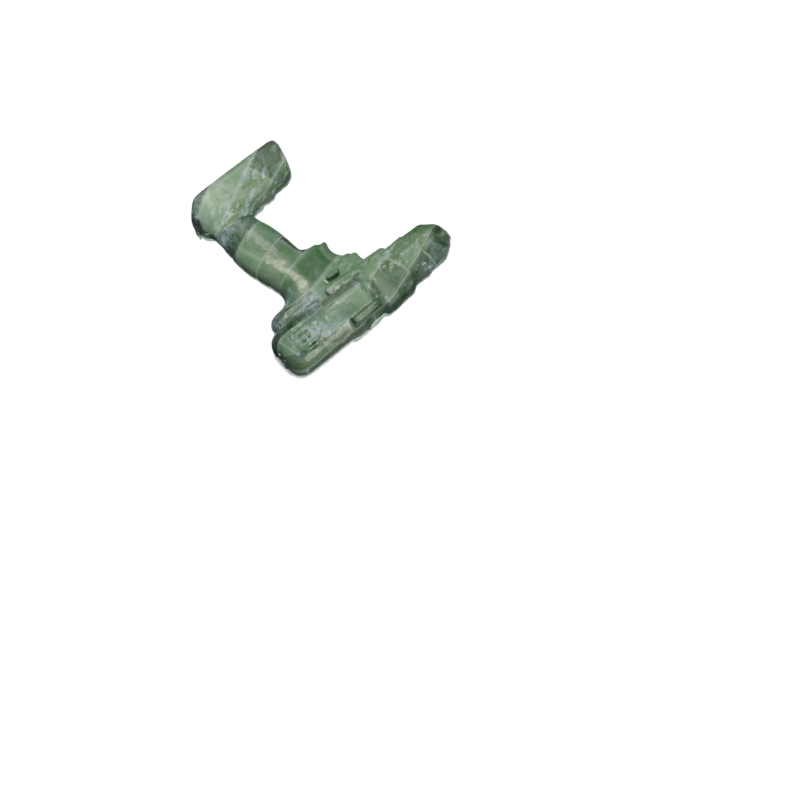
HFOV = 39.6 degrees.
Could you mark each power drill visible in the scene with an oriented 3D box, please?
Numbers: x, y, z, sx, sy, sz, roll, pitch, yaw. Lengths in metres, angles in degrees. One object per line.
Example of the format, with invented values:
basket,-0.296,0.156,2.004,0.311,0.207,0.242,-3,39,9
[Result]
power drill,-0.075,-0.137,0.960,0.186,0.197,0.054,-39,-20,-17
